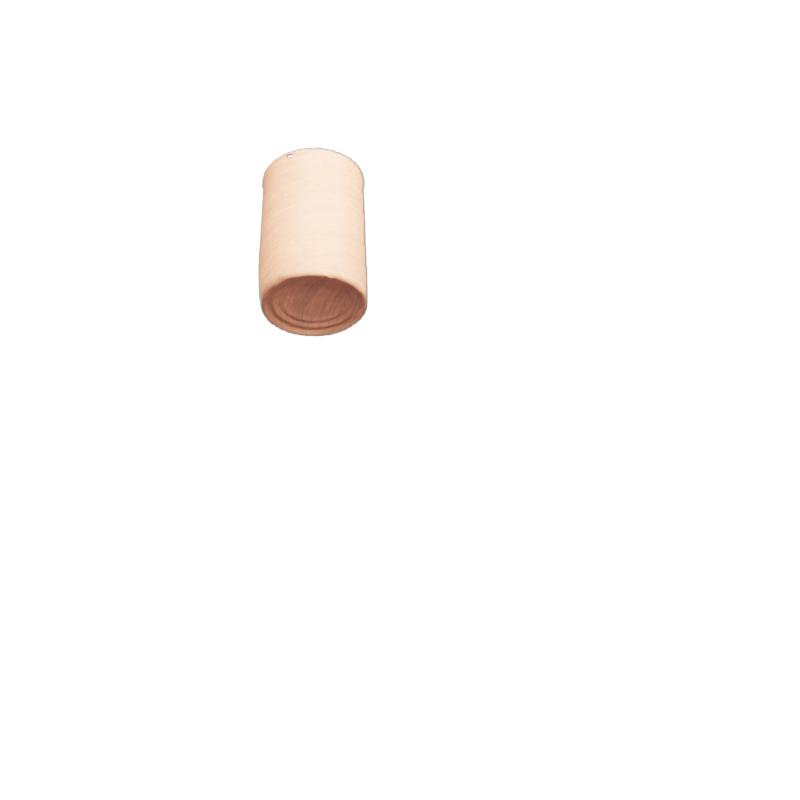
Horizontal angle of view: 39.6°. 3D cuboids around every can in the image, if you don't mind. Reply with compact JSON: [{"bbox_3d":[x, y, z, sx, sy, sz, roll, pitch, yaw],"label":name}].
[{"bbox_3d":[-0.055,-0.101,0.704,0.068,0.109,0.064,-1,-36,-2],"label":"can"}]
